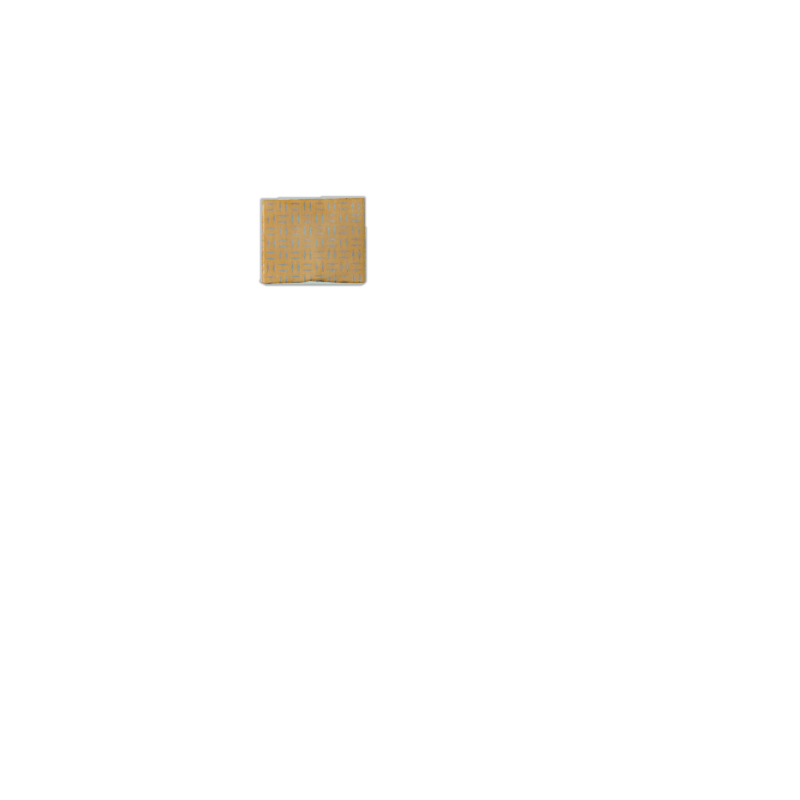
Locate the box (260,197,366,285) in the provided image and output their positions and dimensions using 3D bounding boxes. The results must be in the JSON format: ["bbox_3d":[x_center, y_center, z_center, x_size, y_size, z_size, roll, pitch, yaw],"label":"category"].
[{"bbox_3d":[-0.074,-0.134,0.940,0.089,0.074,0.030,0,-4,0],"label":"box"}]
